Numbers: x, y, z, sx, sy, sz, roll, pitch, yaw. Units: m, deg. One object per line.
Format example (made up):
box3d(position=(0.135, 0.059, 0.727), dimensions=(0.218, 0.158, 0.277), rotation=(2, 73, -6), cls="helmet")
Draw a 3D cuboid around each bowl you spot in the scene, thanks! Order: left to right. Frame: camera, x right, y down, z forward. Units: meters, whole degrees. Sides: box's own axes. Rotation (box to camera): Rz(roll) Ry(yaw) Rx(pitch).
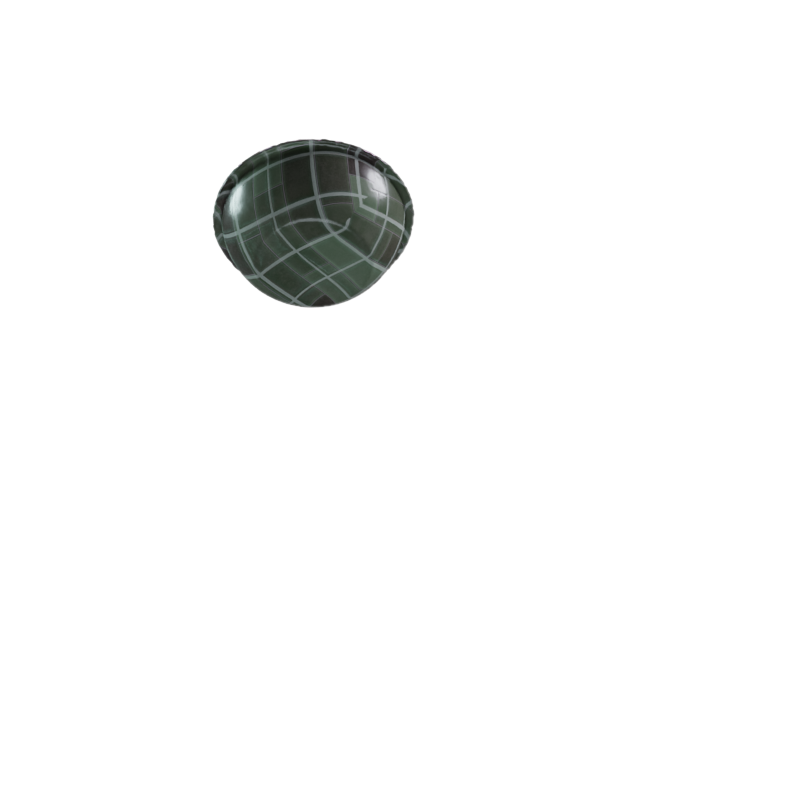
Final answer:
box3d(position=(-0.068, -0.124, 0.872), dimensions=(0.162, 0.151, 0.059), rotation=(1, 44, -1), cls="bowl")
